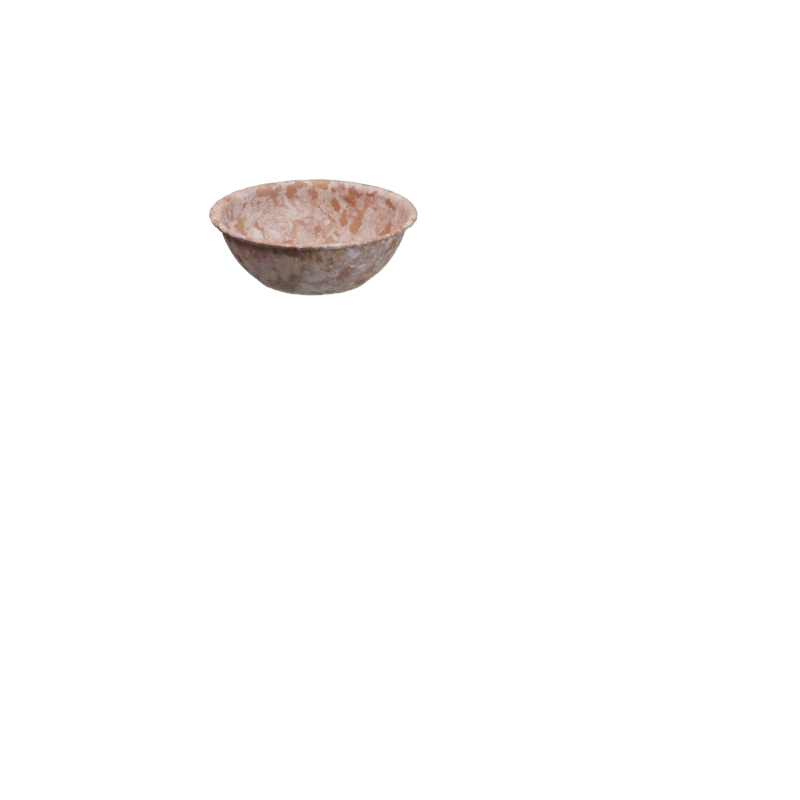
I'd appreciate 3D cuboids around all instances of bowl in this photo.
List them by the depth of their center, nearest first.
[{"bbox_3d":[-0.068,-0.124,0.870,0.162,0.052,0.171,-1,26,-2],"label":"bowl"}]
